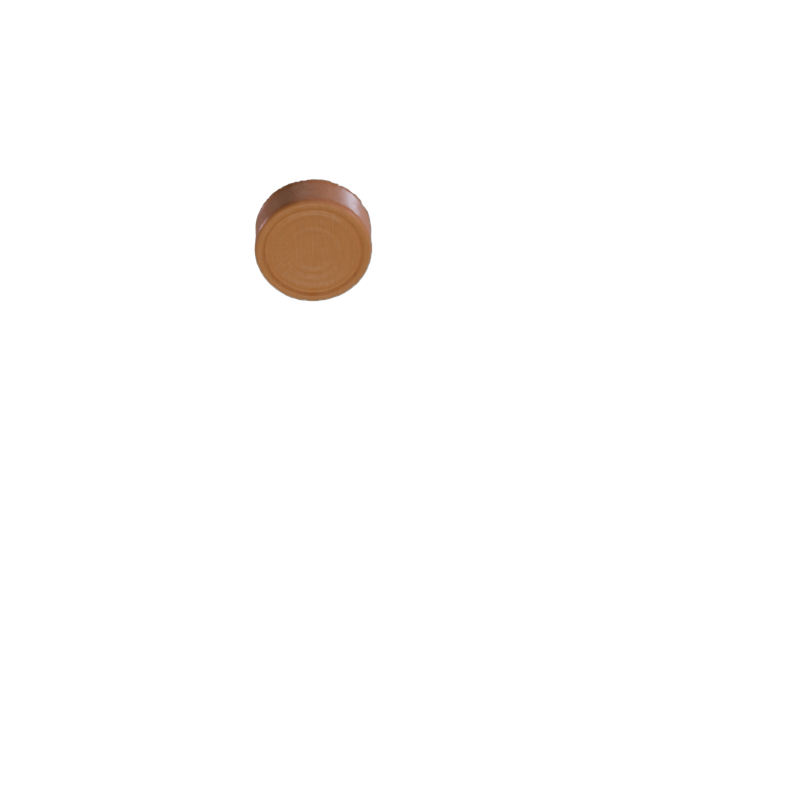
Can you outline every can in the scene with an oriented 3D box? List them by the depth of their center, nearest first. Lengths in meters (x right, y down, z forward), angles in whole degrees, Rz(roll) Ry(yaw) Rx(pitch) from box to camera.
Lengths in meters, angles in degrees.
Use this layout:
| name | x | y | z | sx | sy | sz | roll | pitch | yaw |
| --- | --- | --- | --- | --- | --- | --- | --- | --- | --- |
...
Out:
| name | x | y | z | sx | sy | sz | roll | pitch | yaw |
| --- | --- | --- | --- | --- | --- | --- | --- | --- | --- |
| can | -0.063 | -0.115 | 0.804 | 0.086 | 0.081 | 0.036 | 1 | 33 | -1 |
